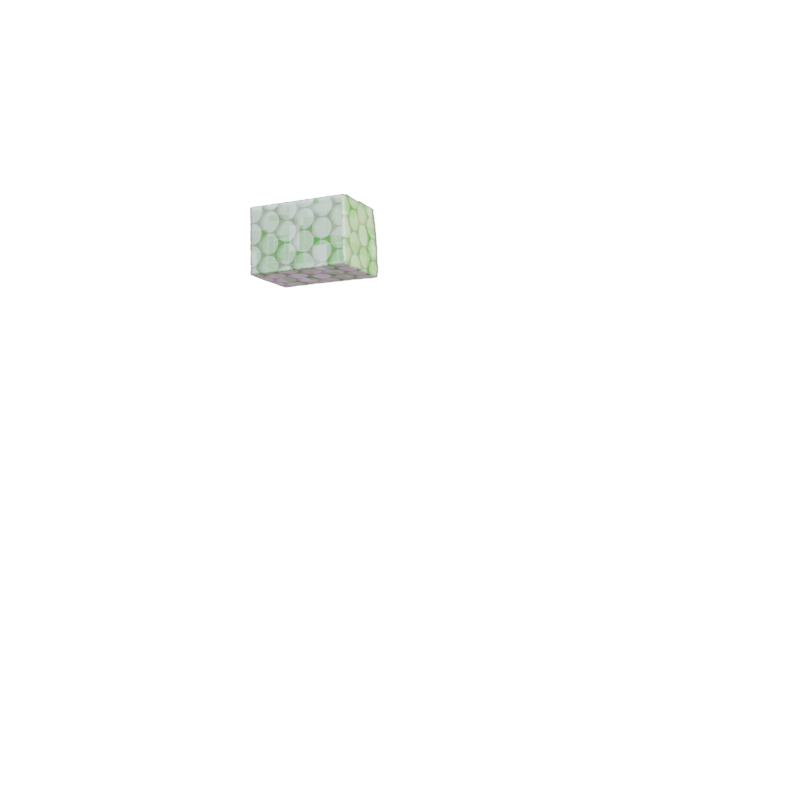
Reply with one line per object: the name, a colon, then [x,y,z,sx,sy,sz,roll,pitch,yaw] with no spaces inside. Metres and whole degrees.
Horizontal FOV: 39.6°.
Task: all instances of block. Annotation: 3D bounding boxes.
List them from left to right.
block: [-0.062,-0.113,0.790,0.080,0.053,0.050,-4,-10,25]
